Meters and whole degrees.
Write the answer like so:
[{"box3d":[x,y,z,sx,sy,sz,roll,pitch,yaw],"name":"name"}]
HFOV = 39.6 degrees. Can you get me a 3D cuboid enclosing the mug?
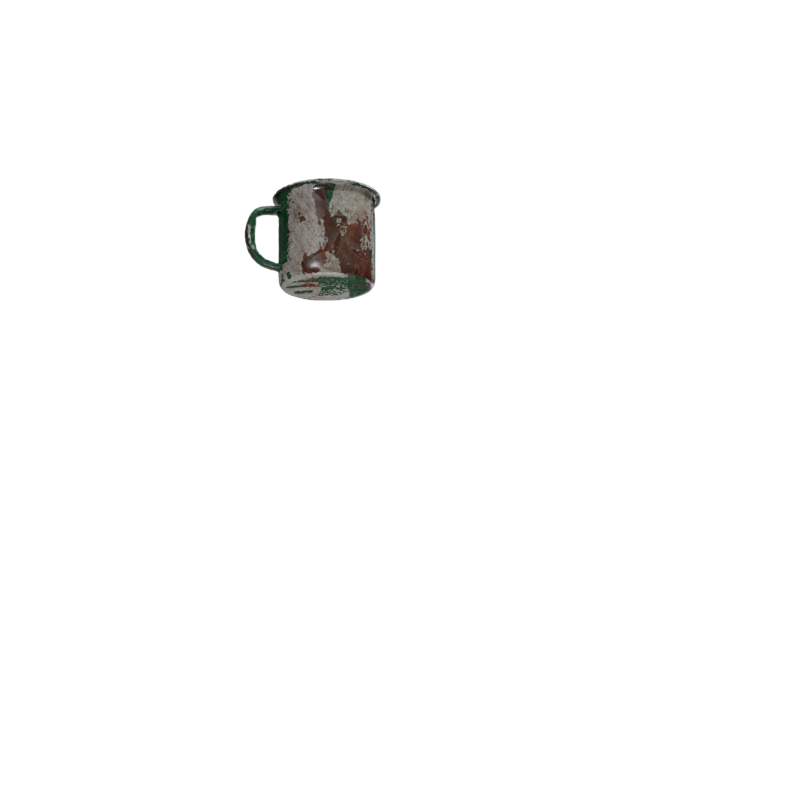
[{"box3d":[-0.073,-0.134,0.935,0.114,0.085,0.092,4,-16,-18],"name":"mug"}]
